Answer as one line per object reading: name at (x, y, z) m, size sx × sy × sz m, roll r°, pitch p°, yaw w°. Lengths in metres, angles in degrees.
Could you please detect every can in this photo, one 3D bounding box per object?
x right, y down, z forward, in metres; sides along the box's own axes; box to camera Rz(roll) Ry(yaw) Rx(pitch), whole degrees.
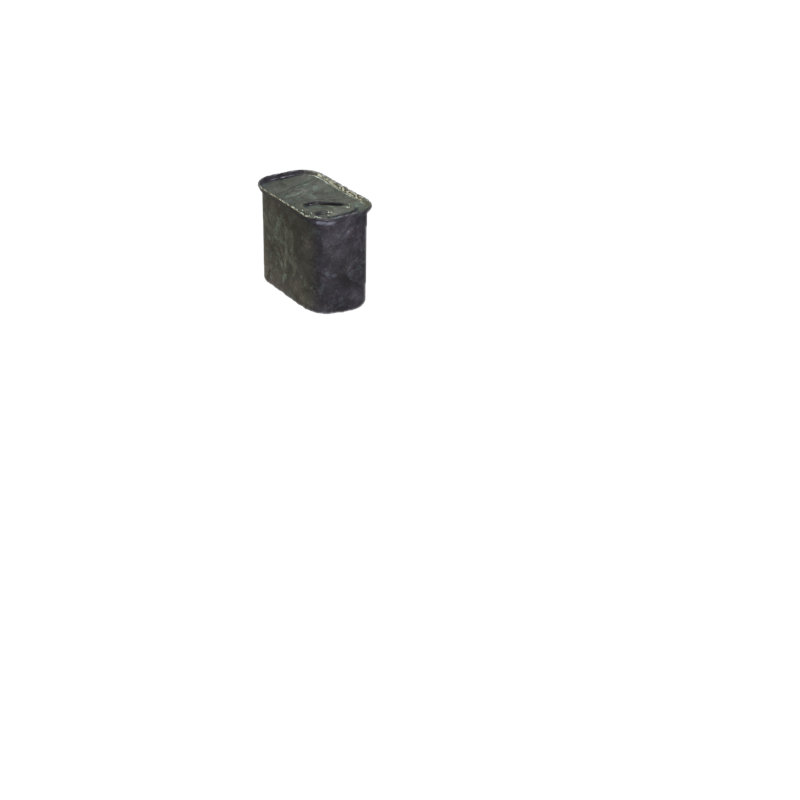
can at (-0.068, -0.124, 0.872) m, size 0.056 × 0.079 × 0.109 m, roll -16°, pitch 33°, yaw -30°
